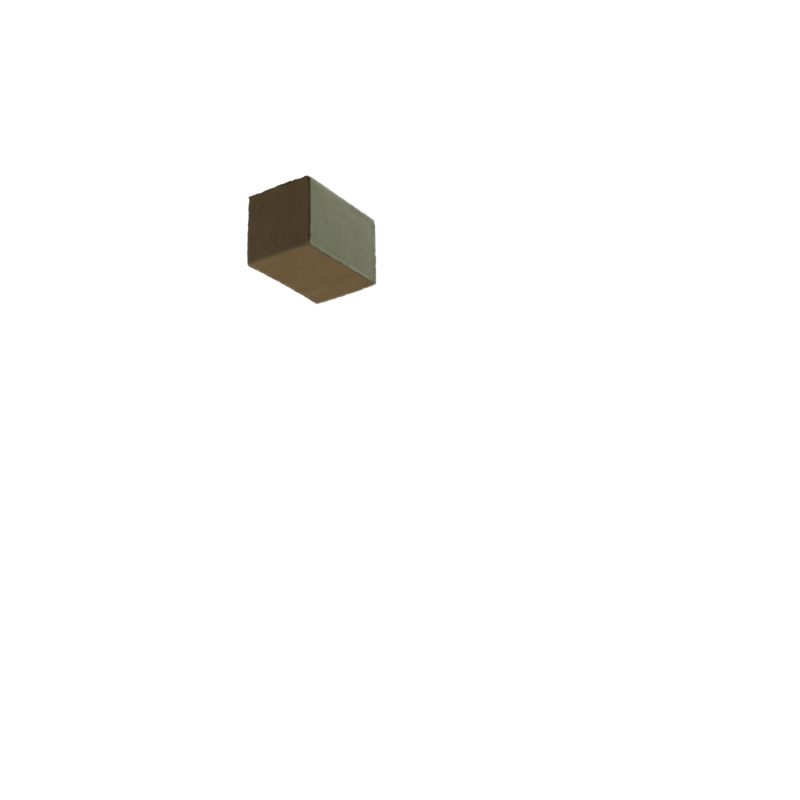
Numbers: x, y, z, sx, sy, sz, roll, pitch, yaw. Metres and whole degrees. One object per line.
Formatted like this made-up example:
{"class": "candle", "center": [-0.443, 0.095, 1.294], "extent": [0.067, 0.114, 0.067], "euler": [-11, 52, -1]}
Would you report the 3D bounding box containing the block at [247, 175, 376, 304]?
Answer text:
{"class": "block", "center": [-0.058, -0.105, 0.738], "extent": [0.053, 0.054, 0.073], "euler": [-16, -27, 31]}
